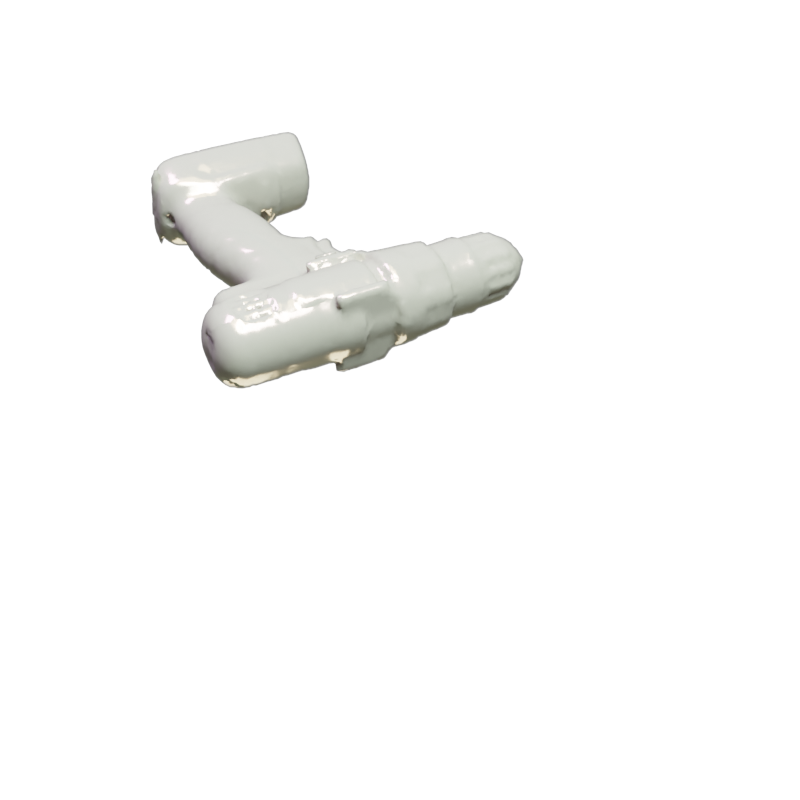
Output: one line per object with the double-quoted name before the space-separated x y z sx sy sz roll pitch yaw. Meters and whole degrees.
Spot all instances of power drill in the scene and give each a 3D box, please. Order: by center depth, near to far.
"power drill" -0.050 -0.091 0.637 0.182 0.054 0.203 -17 39 -23
